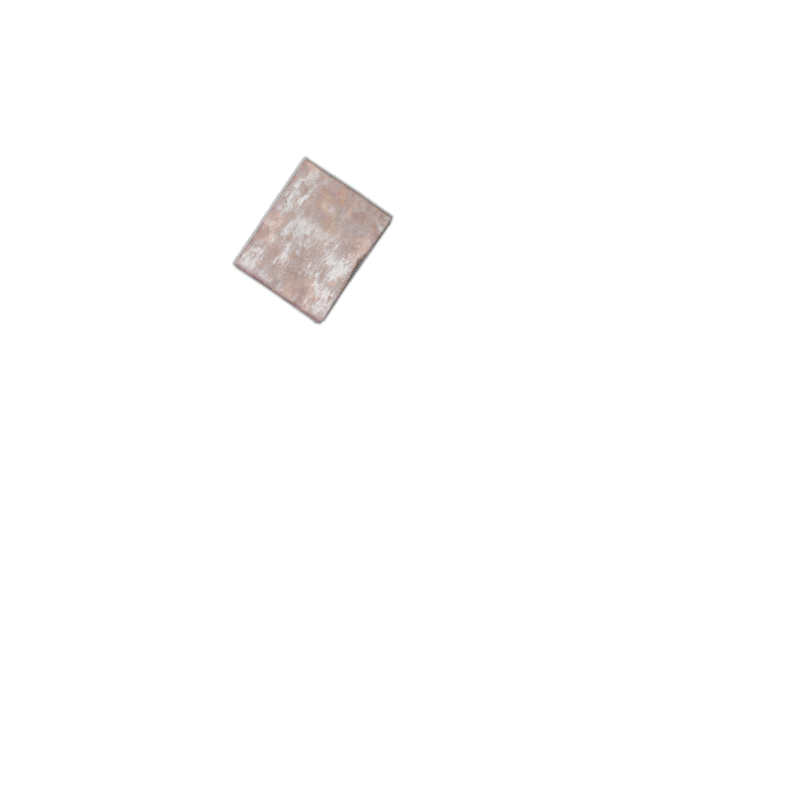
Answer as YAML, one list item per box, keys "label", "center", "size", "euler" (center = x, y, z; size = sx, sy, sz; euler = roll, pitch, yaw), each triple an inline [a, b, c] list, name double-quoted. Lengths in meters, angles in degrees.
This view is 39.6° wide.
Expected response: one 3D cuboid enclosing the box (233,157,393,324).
- label: "box"
  center: [-0.059, -0.108, 0.757]
  size: [0.074, 0.090, 0.030]
  euler: [34, -4, 2]
